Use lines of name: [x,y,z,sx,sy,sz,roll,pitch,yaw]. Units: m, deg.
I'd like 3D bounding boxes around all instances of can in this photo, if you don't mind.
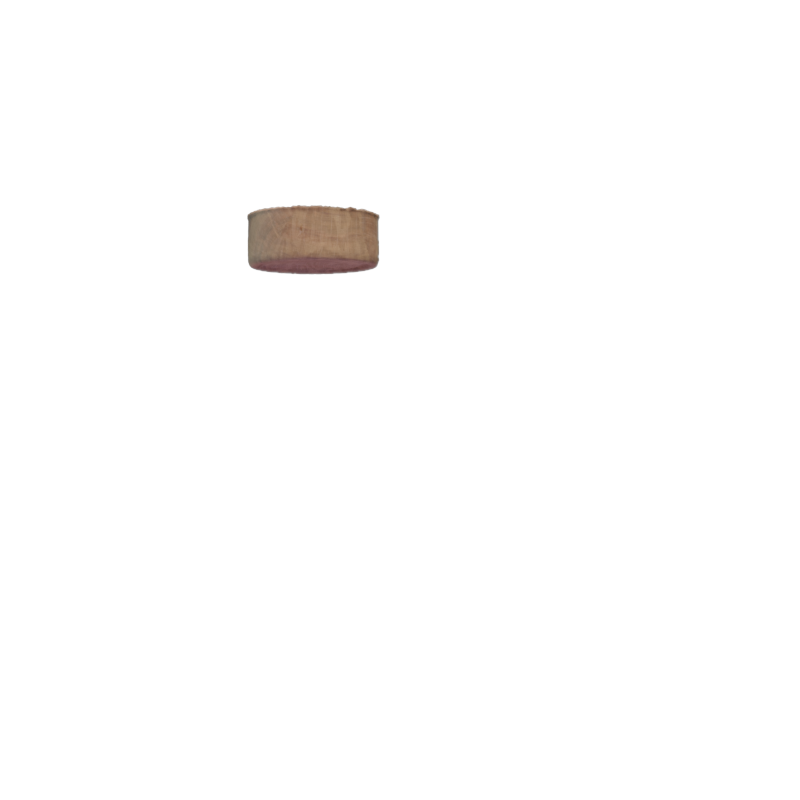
can: [-0.056,-0.102,0.715,0.086,0.034,0.085,0,-1,-2]
